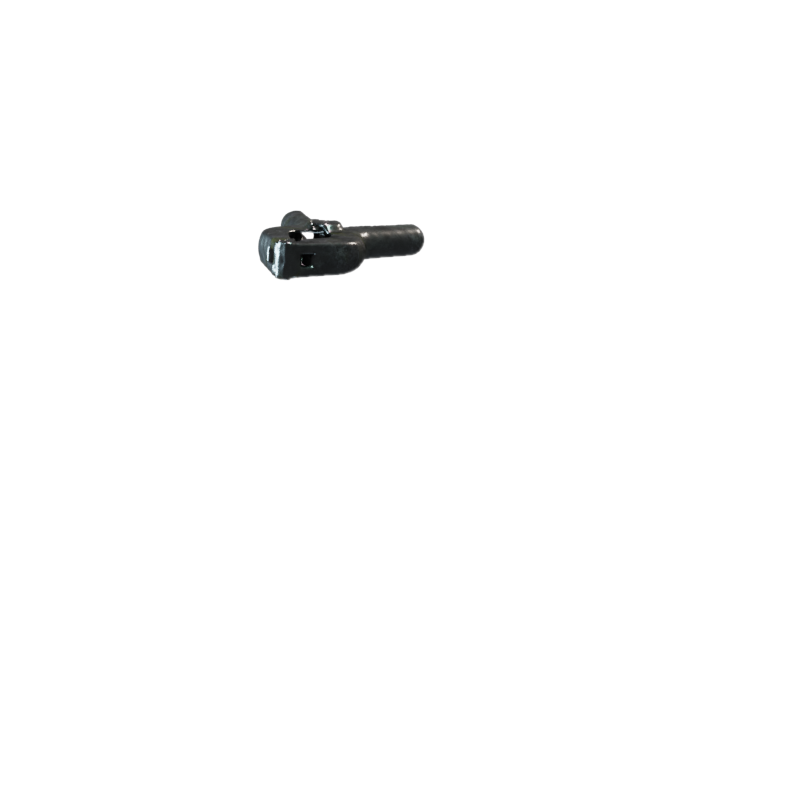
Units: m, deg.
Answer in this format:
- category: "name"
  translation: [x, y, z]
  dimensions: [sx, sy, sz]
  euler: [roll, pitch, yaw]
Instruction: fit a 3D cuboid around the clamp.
- category: "clamp"
  translation: [-0.066, -0.121, 0.849]
  dimensions: [0.124, 0.038, 0.169]
  euler: [6, 14, 25]
